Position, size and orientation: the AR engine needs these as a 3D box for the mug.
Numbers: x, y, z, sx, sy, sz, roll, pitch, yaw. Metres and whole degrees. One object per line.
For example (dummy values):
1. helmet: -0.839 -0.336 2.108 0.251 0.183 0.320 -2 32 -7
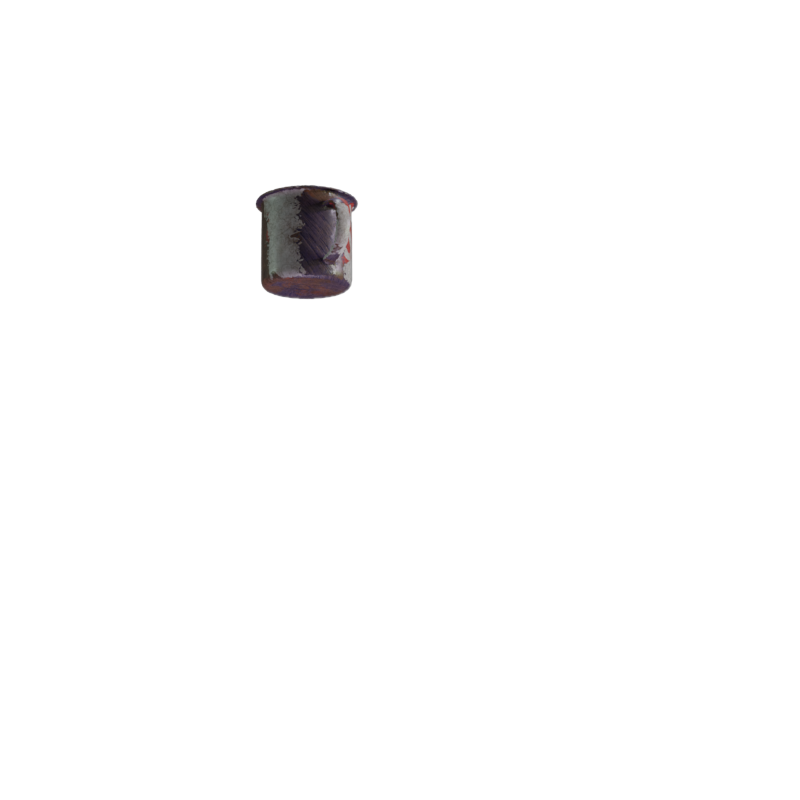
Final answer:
1. mug: -0.077 -0.141 0.986 0.089 0.085 0.118 8 -16 -33
